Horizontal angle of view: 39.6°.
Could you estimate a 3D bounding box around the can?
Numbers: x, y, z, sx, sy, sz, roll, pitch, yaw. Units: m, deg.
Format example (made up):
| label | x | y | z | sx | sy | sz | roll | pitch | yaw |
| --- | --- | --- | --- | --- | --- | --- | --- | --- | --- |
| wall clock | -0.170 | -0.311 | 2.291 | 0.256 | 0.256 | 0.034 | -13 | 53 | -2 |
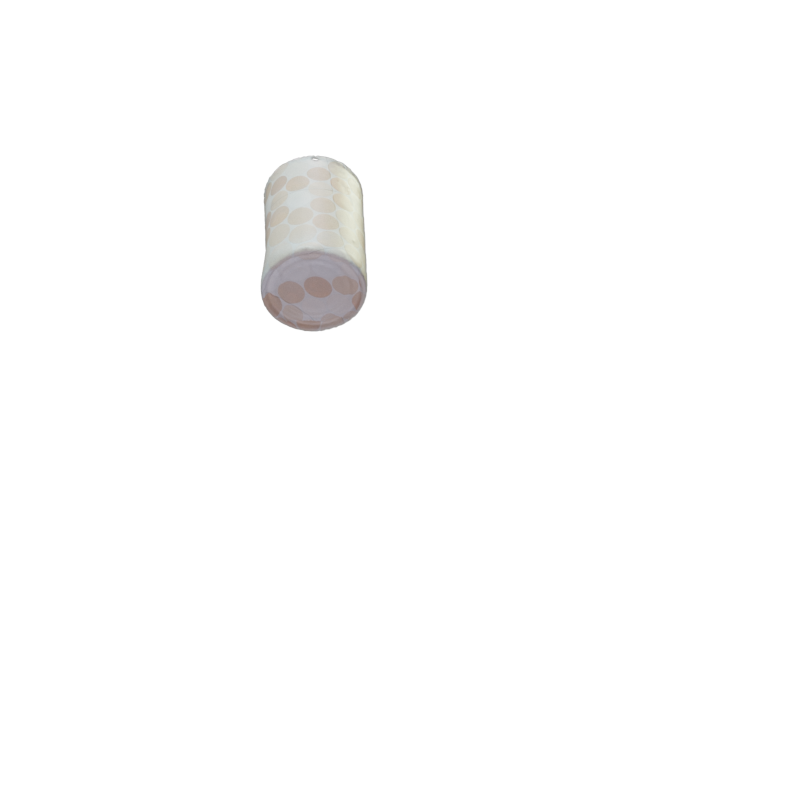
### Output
| label | x | y | z | sx | sy | sz | roll | pitch | yaw |
| --- | --- | --- | --- | --- | --- | --- | --- | --- | --- |
| can | -0.056 | -0.103 | 0.718 | 0.068 | 0.064 | 0.110 | -1 | 42 | -3 |
